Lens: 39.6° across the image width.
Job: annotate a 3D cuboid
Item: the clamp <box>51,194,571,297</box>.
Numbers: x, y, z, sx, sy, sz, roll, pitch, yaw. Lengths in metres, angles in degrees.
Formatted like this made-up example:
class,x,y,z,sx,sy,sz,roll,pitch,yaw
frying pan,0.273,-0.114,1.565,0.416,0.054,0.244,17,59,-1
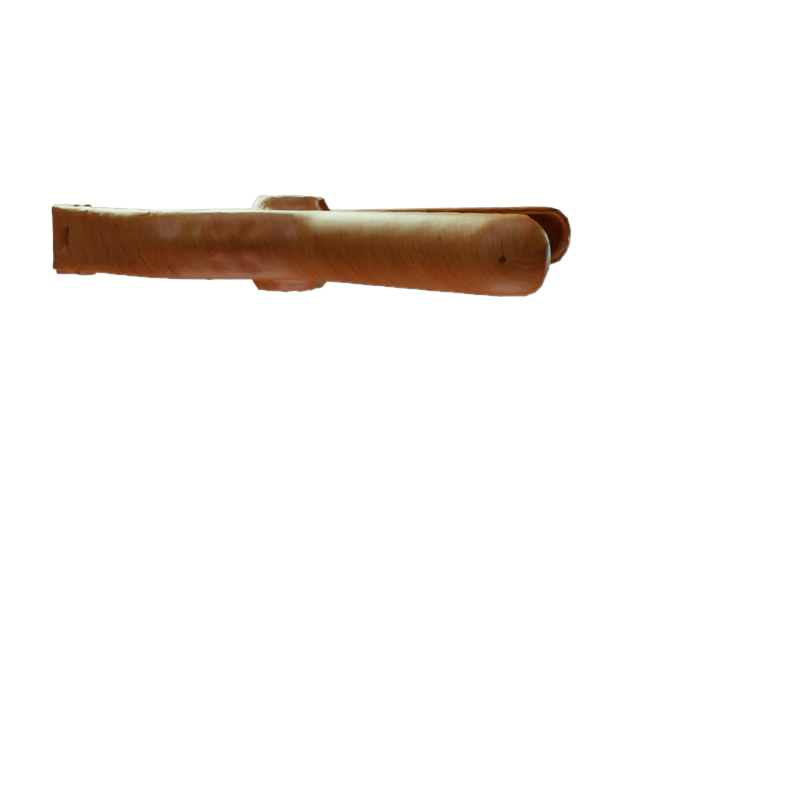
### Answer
class,x,y,z,sx,sy,sz,roll,pitch,yaw
clamp,-0.034,-0.062,0.433,0.216,0.036,0.162,4,10,20
